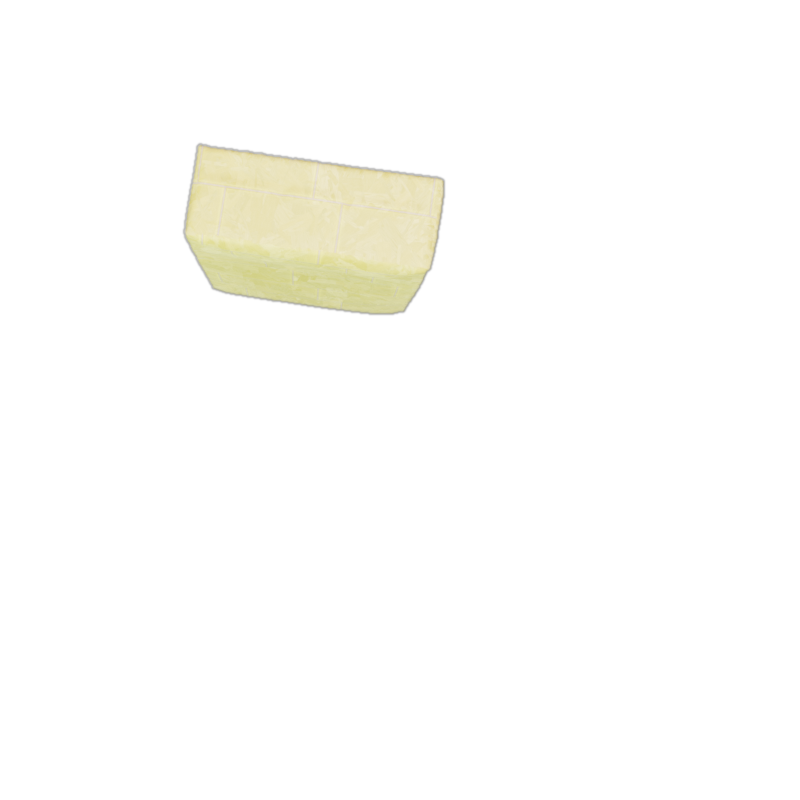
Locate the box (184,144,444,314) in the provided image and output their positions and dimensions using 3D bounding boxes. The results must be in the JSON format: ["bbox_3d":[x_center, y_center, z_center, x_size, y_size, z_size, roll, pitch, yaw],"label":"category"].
[{"bbox_3d":[-0.064,-0.116,0.813,0.164,0.073,0.210,8,-4,-2],"label":"box"}]
